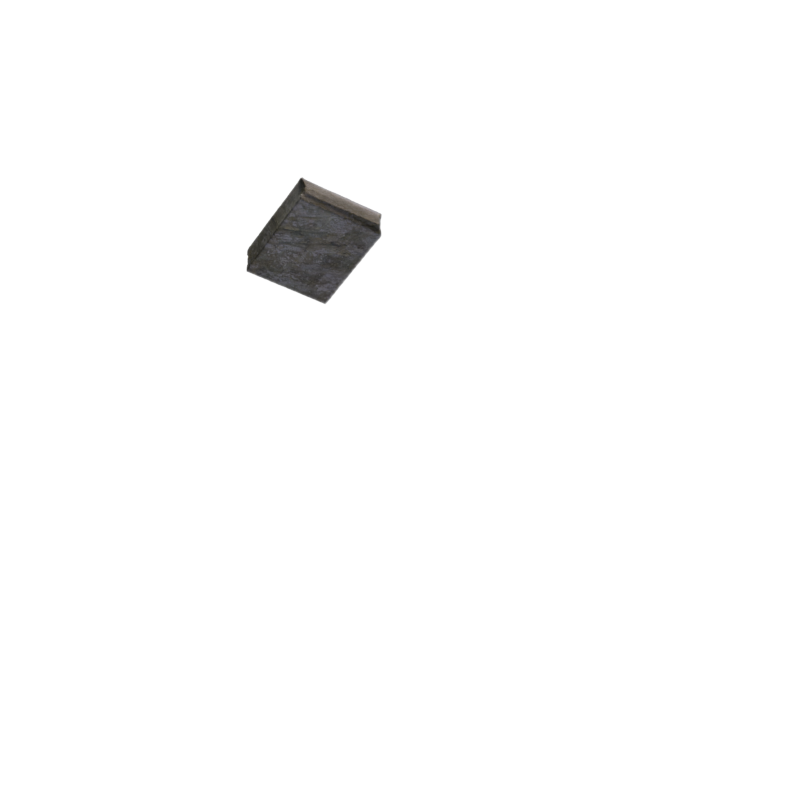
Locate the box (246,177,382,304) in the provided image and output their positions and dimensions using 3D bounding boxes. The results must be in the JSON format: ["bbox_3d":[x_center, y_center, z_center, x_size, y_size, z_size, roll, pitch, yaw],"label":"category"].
[{"bbox_3d":[-0.067,-0.123,0.861,0.070,0.032,0.087,23,-49,-22],"label":"box"}]
